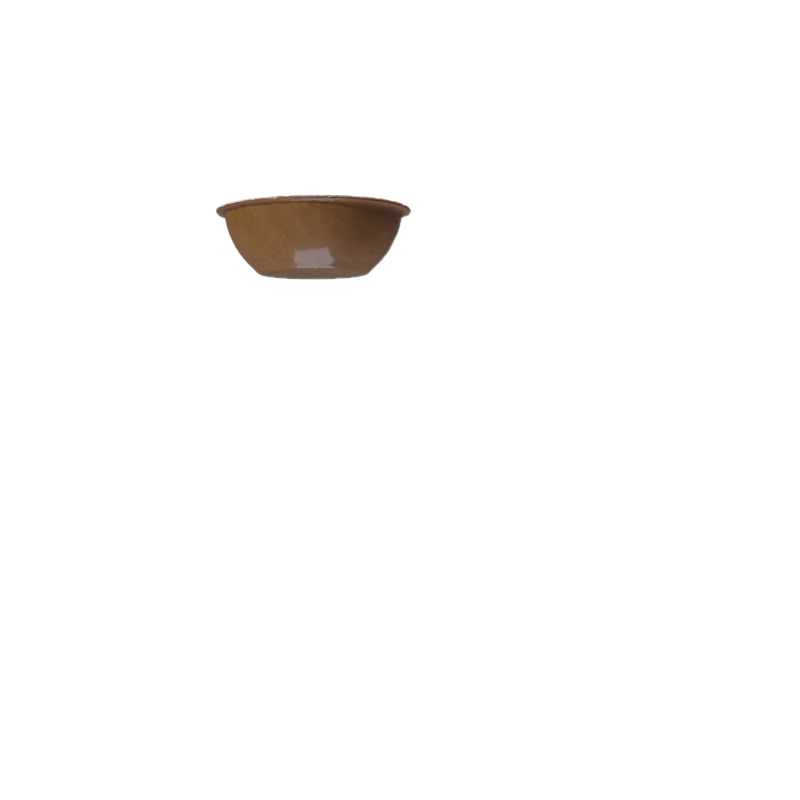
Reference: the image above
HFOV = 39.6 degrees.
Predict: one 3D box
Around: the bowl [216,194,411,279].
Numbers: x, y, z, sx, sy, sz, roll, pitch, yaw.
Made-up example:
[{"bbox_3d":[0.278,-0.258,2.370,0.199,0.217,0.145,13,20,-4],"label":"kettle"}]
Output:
[{"bbox_3d":[-0.072,-0.131,0.918,0.162,0.056,0.161,0,0,-2],"label":"bowl"}]
